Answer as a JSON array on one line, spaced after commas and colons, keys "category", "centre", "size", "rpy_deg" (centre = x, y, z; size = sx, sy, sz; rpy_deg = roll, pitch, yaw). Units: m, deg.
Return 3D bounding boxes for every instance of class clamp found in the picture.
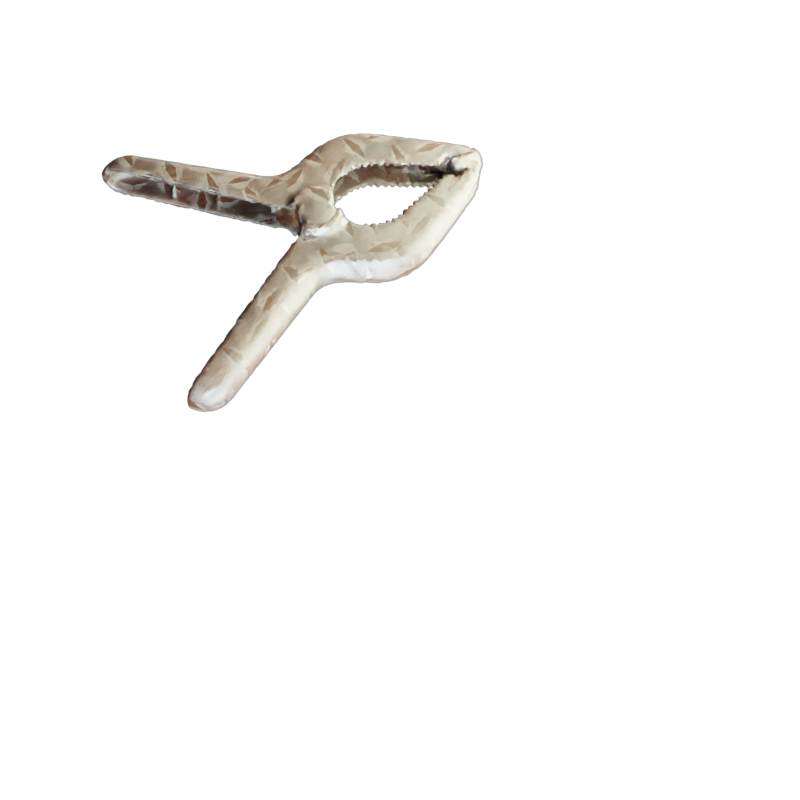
[{"category": "clamp", "centre": [-0.048, -0.087, 0.612], "size": [0.209, 0.176, 0.034], "rpy_deg": [-14, -28, -8]}]
